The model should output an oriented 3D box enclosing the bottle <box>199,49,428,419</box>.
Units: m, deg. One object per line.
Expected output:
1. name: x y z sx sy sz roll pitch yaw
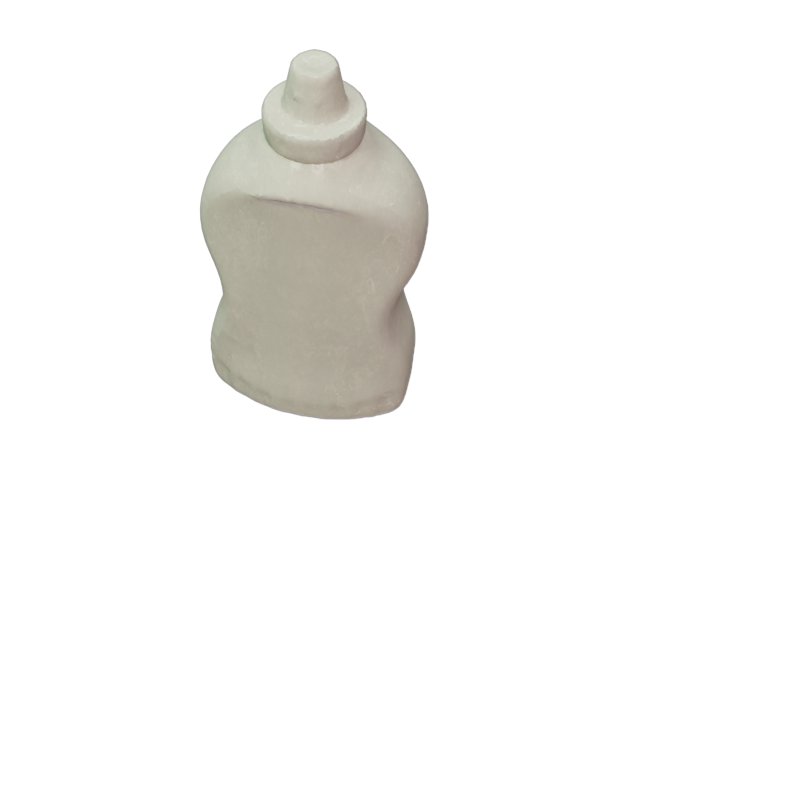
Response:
1. bottle: -0.038 -0.069 0.480 0.097 0.062 0.179 13 -38 7
